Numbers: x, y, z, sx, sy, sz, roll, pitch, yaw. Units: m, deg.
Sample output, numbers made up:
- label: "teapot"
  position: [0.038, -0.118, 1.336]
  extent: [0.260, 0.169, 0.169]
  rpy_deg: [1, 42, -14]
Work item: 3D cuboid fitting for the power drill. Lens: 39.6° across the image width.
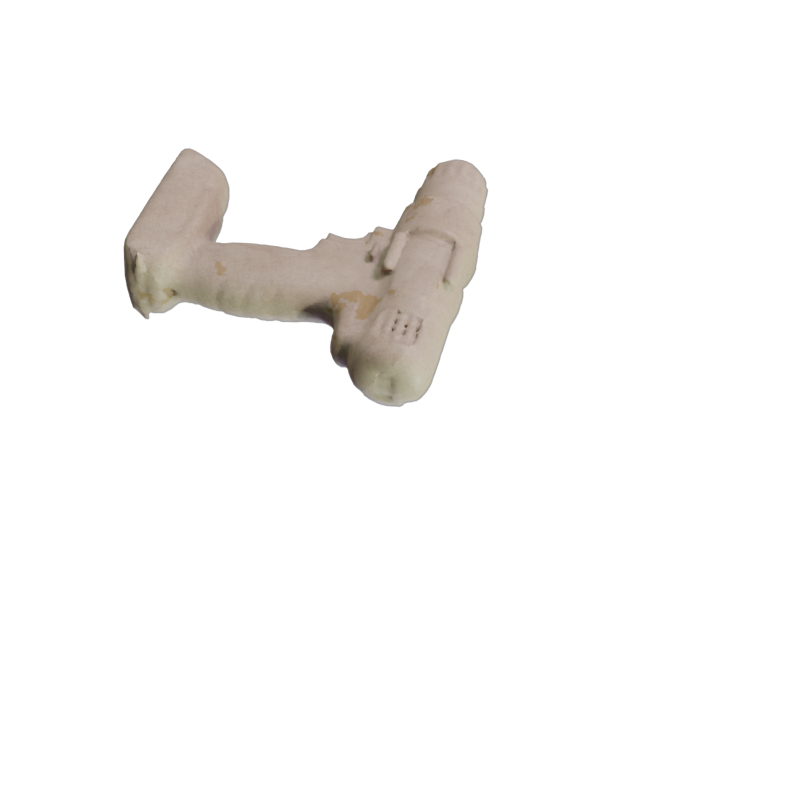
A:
- label: "power drill"
  position: [-0.050, -0.091, 0.640]
  extent: [0.192, 0.053, 0.194]
  rpy_deg: [12, 46, 11]
